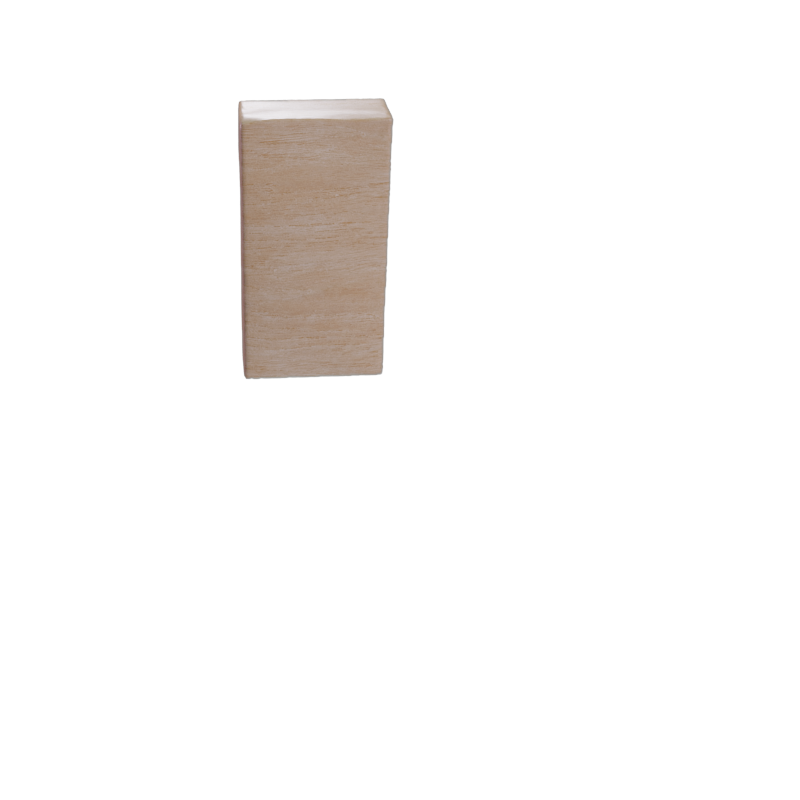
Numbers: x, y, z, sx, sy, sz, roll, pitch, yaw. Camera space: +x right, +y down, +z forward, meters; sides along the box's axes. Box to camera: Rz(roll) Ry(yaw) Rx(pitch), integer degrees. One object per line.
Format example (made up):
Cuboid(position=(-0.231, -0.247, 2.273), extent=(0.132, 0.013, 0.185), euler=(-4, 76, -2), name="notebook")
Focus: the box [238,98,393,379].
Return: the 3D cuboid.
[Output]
Cuboid(position=(-0.055, -0.099, 0.697), extent=(0.093, 0.166, 0.051), euler=(-2, 29, -6), name="box")
